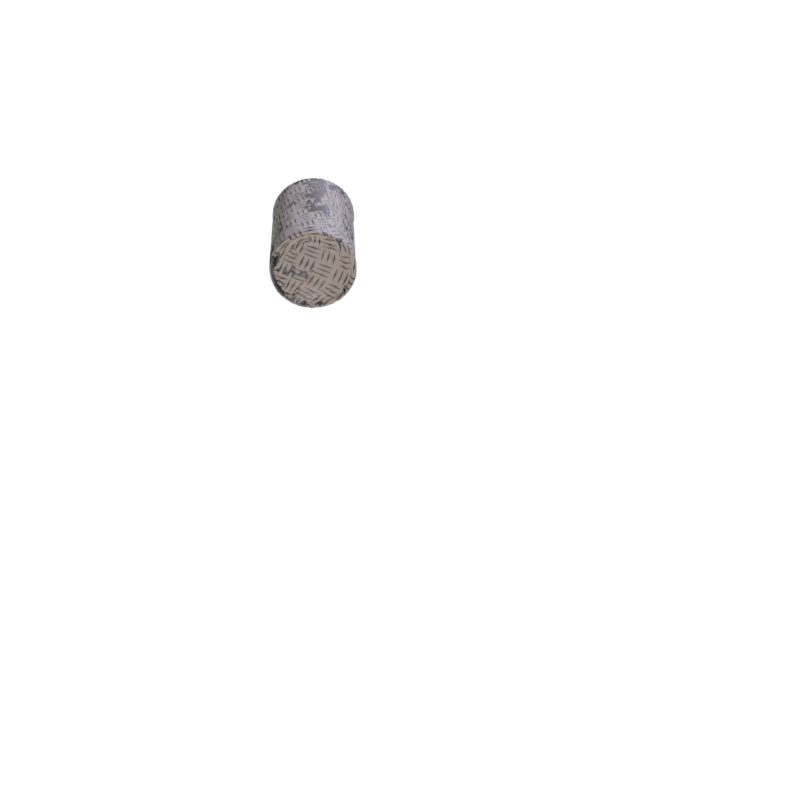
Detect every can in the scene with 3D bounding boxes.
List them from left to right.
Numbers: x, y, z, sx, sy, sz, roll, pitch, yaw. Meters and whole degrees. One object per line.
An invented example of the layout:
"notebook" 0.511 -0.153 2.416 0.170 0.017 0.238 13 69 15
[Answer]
"can" -0.068 -0.125 0.874 0.068 0.065 0.109 0 30 -3
